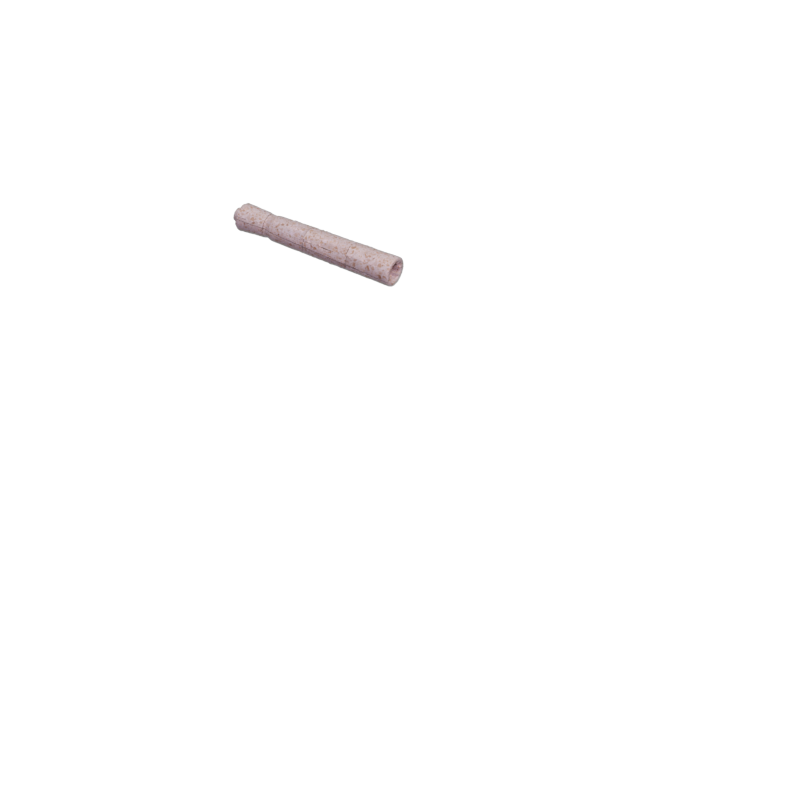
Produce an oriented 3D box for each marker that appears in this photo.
[{"bbox_3d":[-0.054,-0.098,0.690,0.127,0.019,0.019,24,15,28],"label":"marker"}]
